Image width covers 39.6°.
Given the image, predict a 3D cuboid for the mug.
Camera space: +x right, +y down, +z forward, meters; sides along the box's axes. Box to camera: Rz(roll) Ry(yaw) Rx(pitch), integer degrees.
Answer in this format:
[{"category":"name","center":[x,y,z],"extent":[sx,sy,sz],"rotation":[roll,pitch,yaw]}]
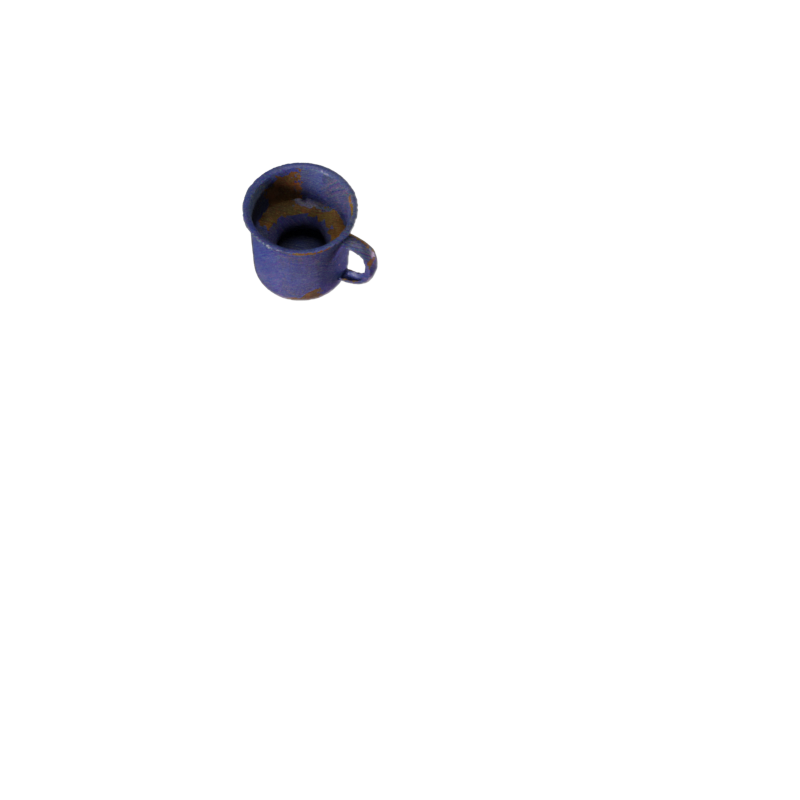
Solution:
[{"category":"mug","center":[-0.072,-0.131,0.916],"extent":[0.121,0.096,0.076],"rotation":[24,-30,13]}]
